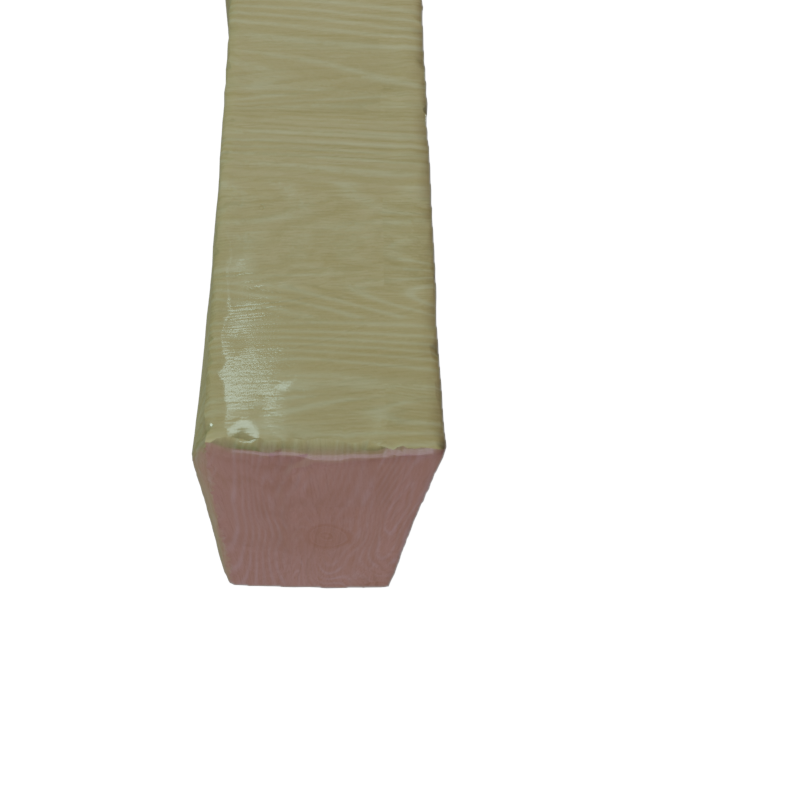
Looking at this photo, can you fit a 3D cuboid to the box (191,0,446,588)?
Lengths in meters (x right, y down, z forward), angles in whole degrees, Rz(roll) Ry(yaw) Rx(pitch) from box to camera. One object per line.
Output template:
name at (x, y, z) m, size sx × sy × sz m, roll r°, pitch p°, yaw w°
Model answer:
box at (-0.031, -0.057, 0.400) m, size 0.071 × 0.226 × 0.156 m, roll 0°, pitch -25°, yaw -5°
